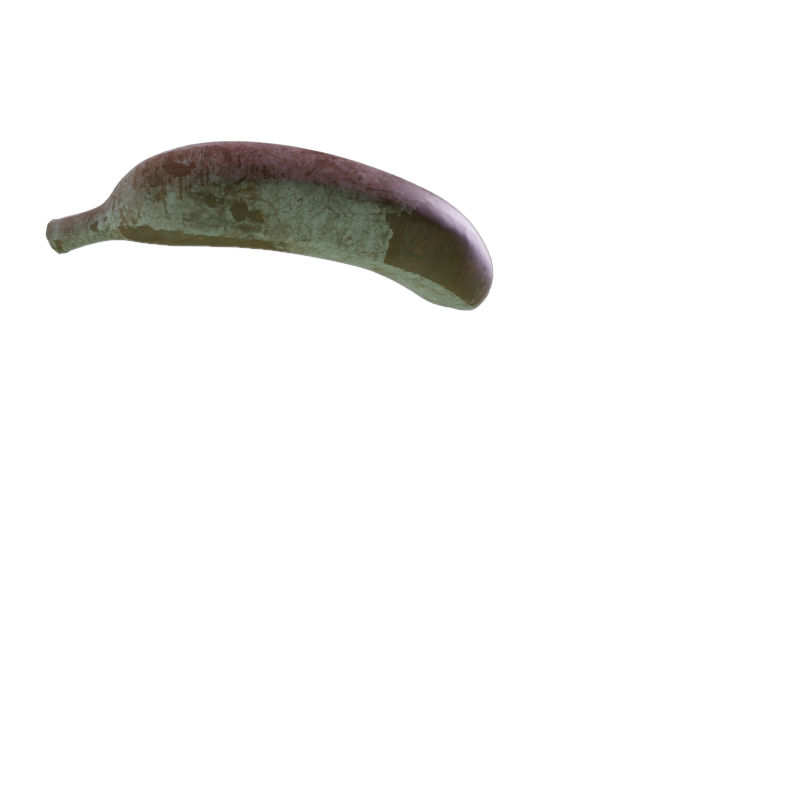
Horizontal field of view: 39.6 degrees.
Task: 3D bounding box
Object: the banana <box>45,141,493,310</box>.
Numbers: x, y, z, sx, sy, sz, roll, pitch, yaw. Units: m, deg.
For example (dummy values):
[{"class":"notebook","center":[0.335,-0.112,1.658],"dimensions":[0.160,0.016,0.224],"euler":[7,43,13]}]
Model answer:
[{"class":"banana","center":[-0.024,-0.063,0.407],"dimensions":[0.188,0.038,0.071],"euler":[7,-12,-36]}]
